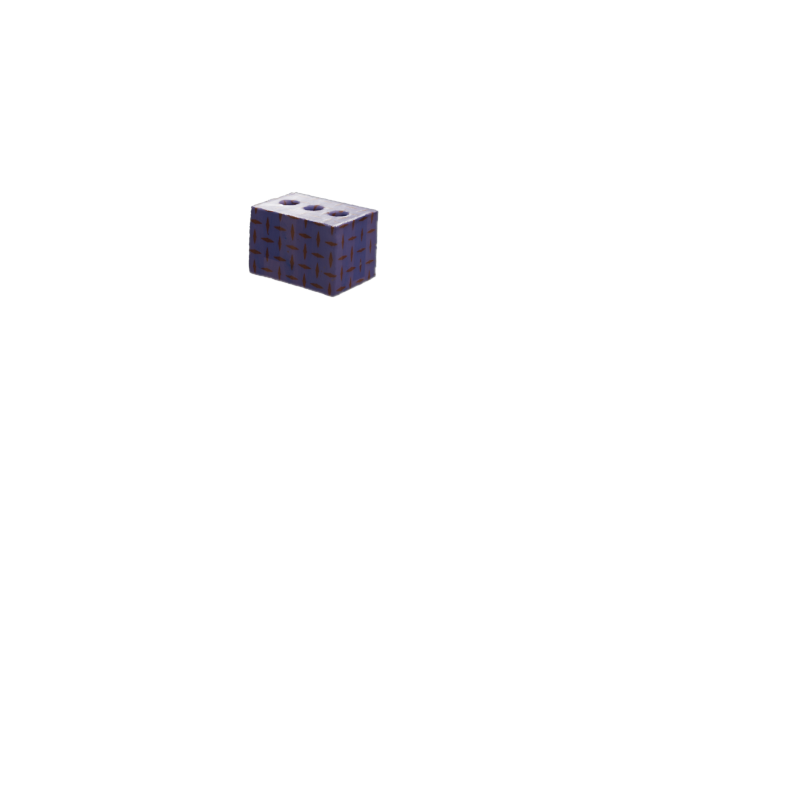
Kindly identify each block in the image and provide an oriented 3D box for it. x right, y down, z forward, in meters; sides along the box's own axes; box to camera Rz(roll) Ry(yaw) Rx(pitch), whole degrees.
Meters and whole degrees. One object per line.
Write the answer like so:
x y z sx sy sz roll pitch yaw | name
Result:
-0.061 -0.111 0.780 0.082 0.049 0.052 17 28 33 | block
